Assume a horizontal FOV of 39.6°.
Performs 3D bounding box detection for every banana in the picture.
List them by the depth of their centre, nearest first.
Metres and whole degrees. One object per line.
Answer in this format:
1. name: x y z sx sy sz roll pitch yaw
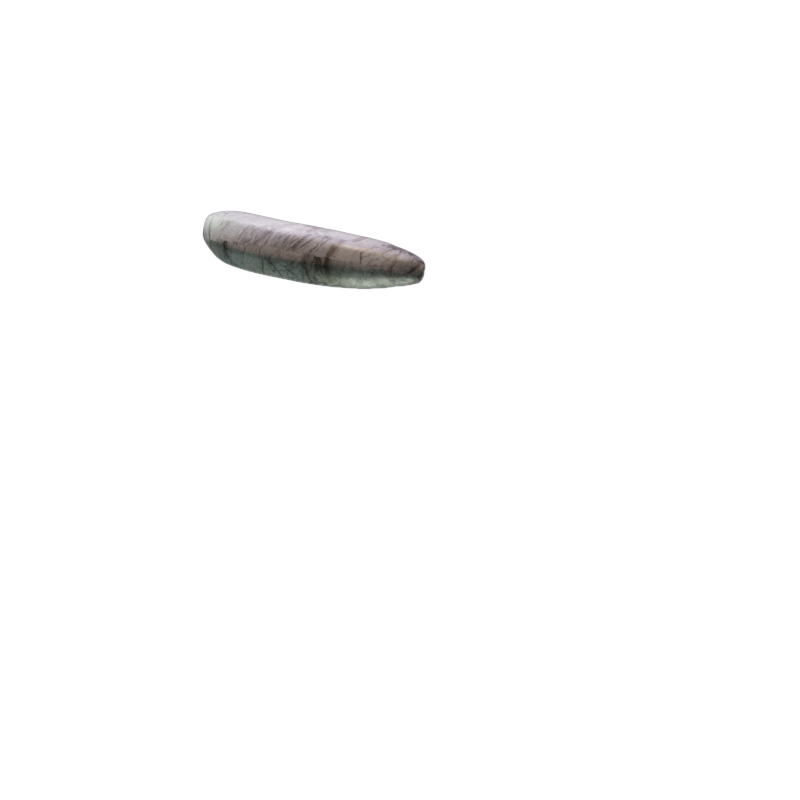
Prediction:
1. banana: -0.074 -0.103 0.734 0.068 0.035 0.209 -15 24 -39
